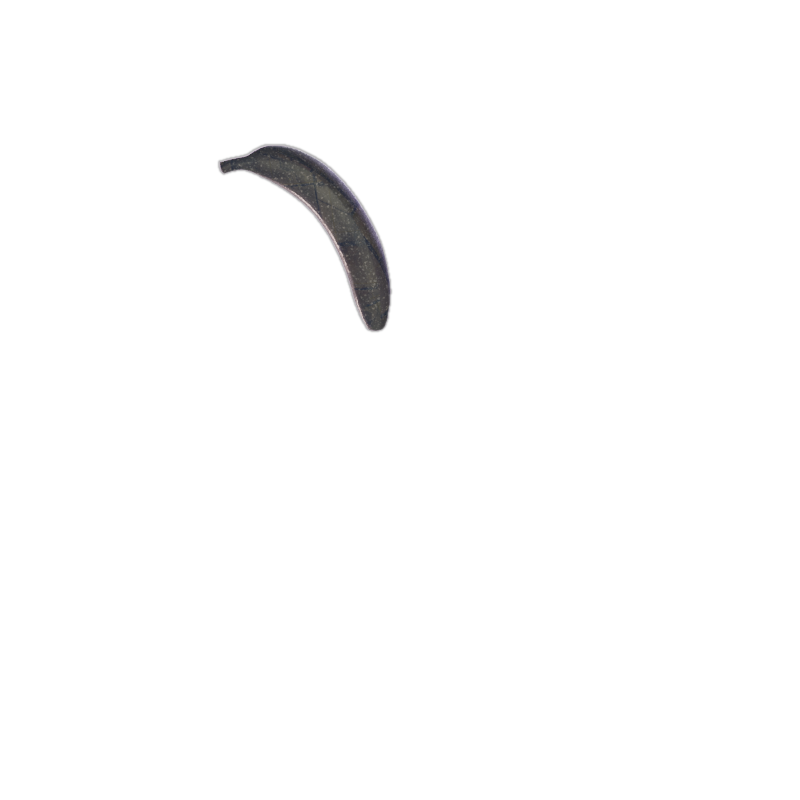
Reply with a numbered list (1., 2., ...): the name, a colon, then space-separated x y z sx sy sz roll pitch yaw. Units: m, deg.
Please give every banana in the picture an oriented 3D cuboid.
1. banana: -0.062 -0.149 0.934 0.069 0.194 0.037 -42 7 6
